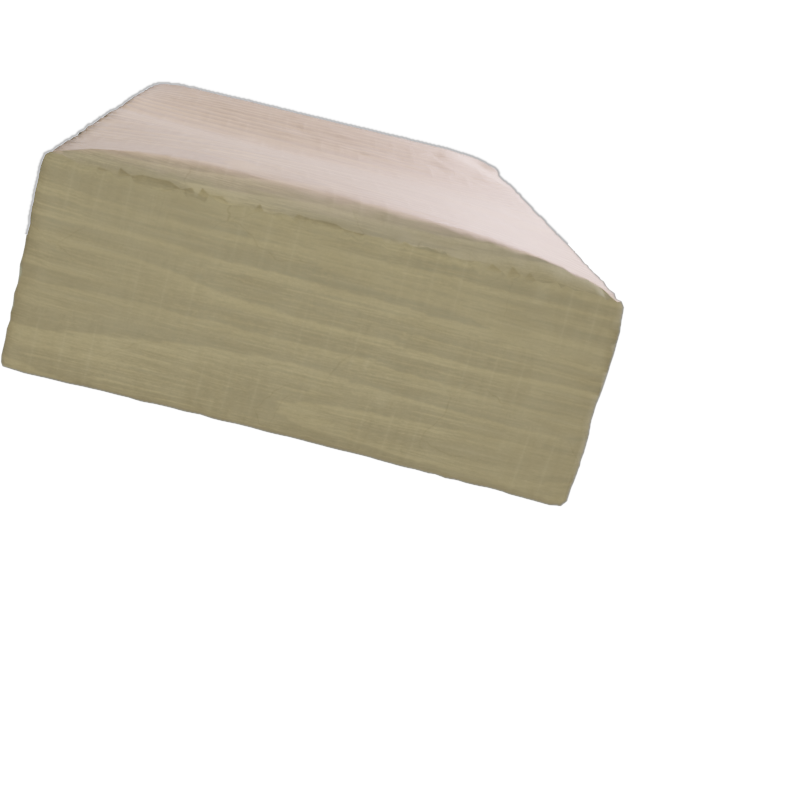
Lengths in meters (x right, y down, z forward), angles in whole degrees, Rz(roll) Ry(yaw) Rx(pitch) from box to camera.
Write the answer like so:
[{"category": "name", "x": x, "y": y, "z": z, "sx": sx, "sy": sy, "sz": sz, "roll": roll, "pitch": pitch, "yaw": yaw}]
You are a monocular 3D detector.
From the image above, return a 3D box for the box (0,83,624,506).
[{"category": "box", "x": -0.031, "y": -0.057, "z": 0.399, "sx": 0.162, "sy": 0.070, "sz": 0.223, "roll": 13, "pitch": 19, "yaw": -7}]
